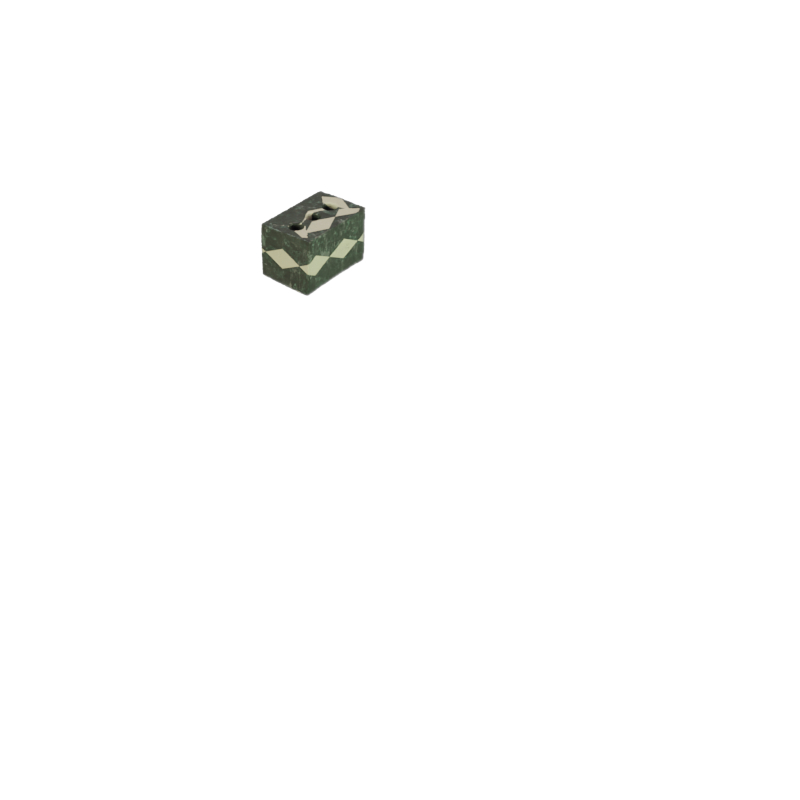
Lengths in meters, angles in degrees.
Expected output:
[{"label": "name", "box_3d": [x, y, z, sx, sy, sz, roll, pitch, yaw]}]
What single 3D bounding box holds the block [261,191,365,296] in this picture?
[{"label": "block", "box_3d": [-0.073, -0.133, 0.934, 0.056, 0.048, 0.079, 23, 41, 28]}]
